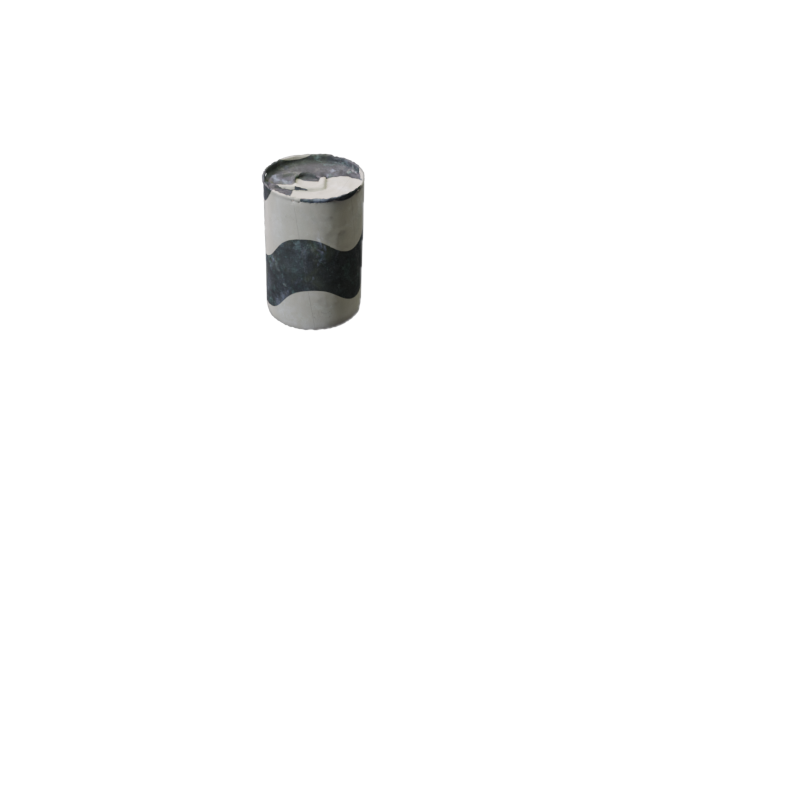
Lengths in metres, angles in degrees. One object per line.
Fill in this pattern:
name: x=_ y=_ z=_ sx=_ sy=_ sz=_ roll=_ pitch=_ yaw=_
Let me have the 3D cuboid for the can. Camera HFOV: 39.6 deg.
can: x=-0.059 y=-0.108 z=0.754 sx=0.068 sy=0.096 sz=0.073 roll=0 pitch=33 yaw=-3
